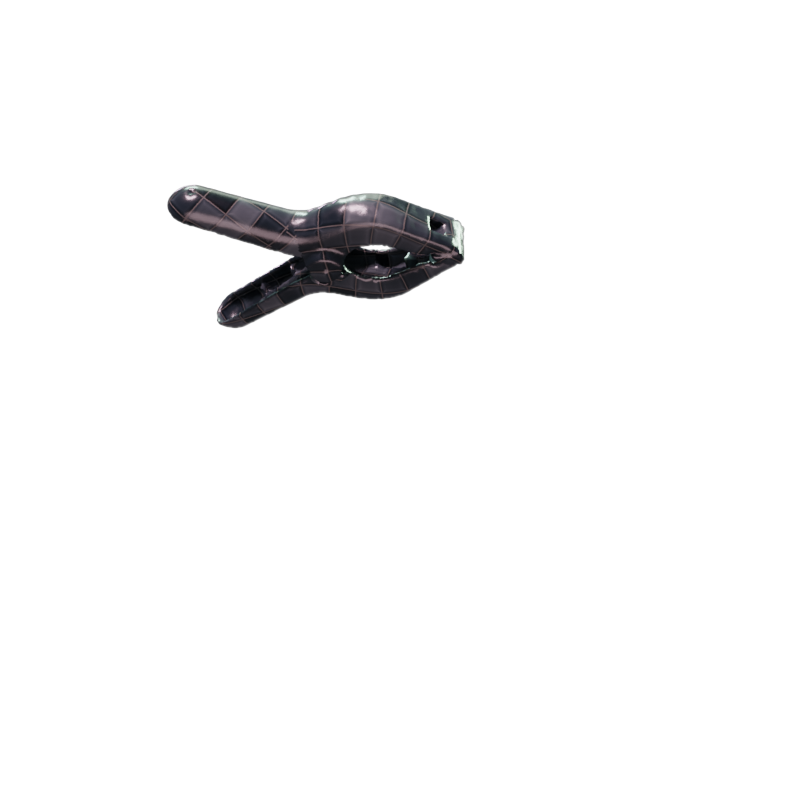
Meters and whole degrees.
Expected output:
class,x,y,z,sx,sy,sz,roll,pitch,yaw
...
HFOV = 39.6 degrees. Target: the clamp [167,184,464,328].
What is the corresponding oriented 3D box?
class,x,y,z,sx,sy,sz,roll,pitch,yaw
clamp,-0.051,-0.094,0.658,0.174,0.042,0.111,-10,-32,16
